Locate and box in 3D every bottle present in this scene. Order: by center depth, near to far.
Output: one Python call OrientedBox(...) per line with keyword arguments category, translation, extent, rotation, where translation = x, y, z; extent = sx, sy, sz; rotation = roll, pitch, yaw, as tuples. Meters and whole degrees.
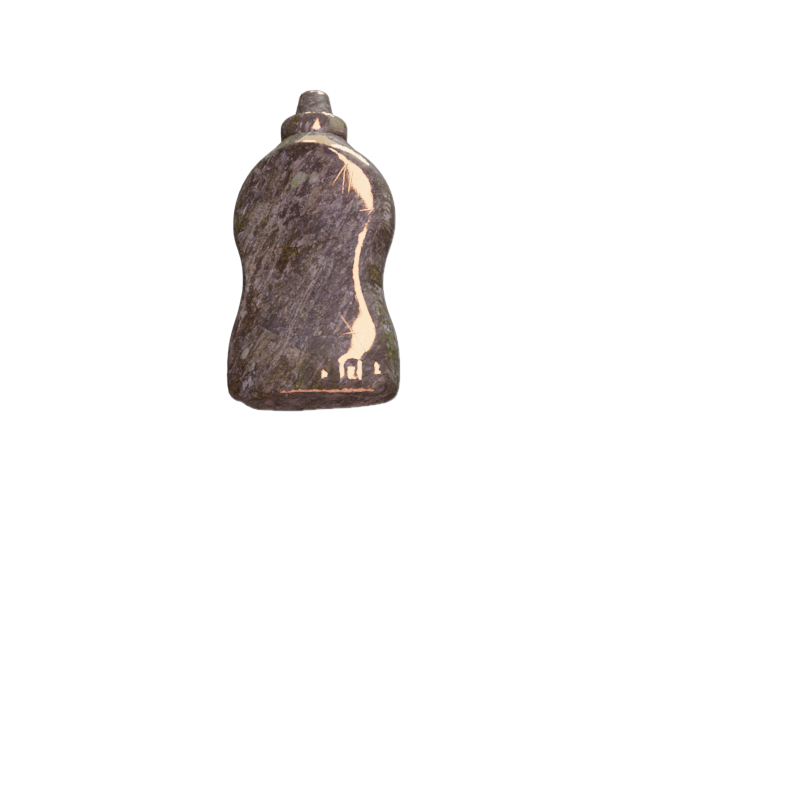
OrientedBox(category="bottle", translation=(-0.051, -0.093, 0.653), extent=(0.098, 0.200, 0.055), rotation=(-6, -18, 16))
